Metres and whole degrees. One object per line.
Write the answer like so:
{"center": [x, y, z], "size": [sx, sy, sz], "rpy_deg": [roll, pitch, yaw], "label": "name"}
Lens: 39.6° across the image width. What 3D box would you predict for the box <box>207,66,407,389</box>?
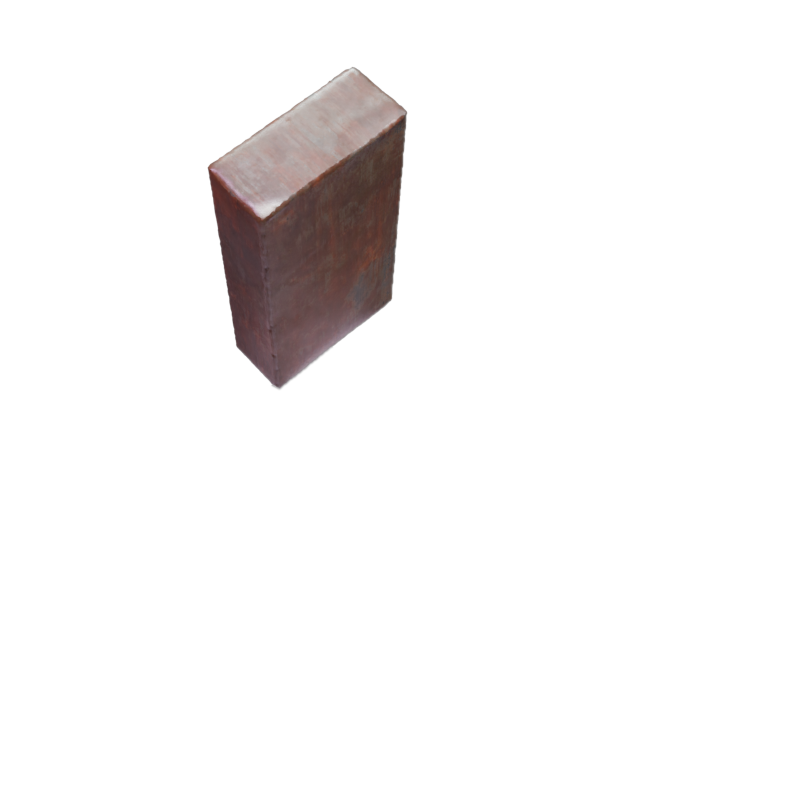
{"center": [-0.045, -0.082, 0.578], "size": [0.094, 0.050, 0.167], "rpy_deg": [-40, -16, -19], "label": "box"}
